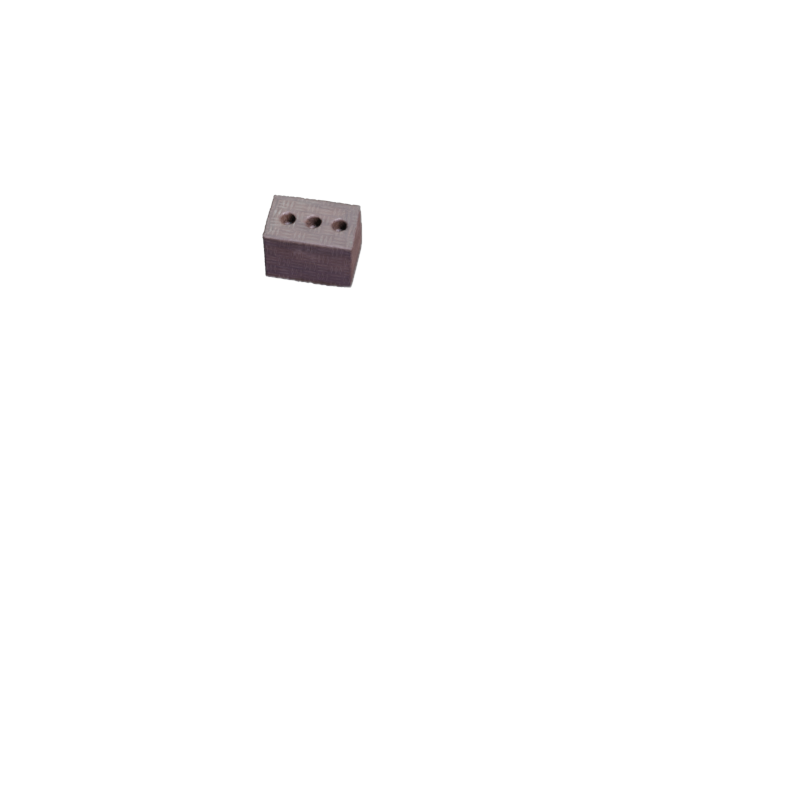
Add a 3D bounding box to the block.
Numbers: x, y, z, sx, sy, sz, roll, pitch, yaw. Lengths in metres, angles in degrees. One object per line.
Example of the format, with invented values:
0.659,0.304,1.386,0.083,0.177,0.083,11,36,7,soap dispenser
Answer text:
-0.074,-0.135,0.944,0.079,0.056,0.048,8,-39,5,block
